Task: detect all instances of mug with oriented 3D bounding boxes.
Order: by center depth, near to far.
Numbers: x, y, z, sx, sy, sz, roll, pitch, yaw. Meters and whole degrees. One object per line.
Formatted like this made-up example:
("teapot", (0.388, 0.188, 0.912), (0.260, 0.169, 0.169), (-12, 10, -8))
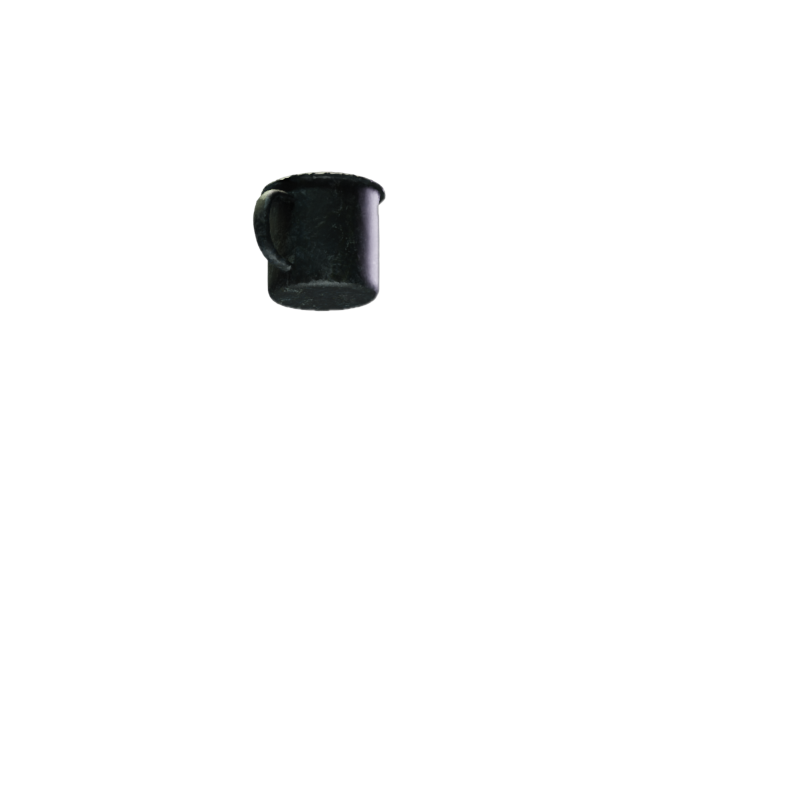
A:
("mug", (-0.063, -0.115, 0.806), (0.095, 0.085, 0.110), (-10, -16, 34))
